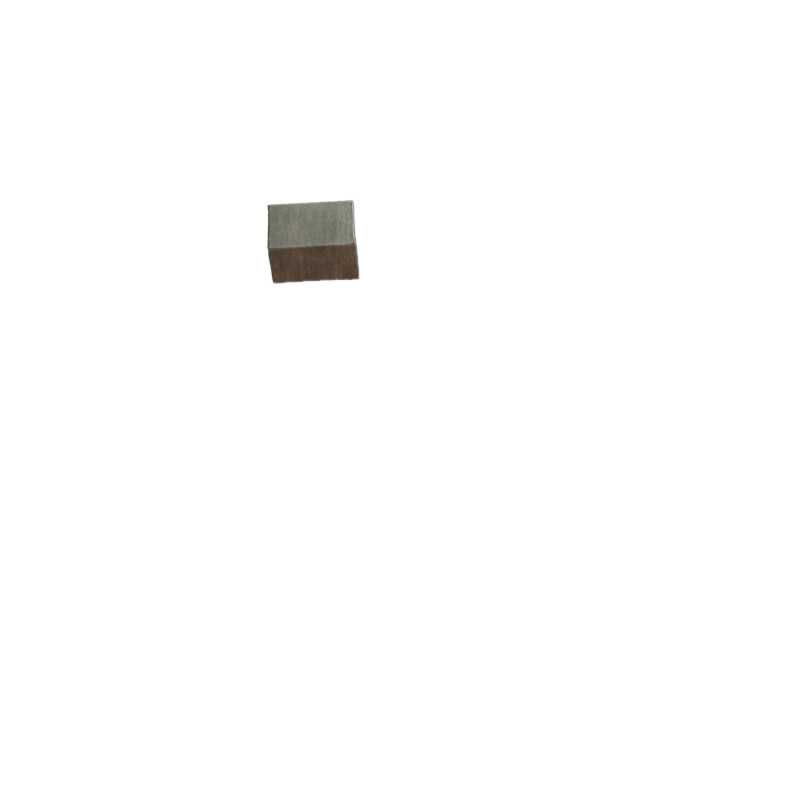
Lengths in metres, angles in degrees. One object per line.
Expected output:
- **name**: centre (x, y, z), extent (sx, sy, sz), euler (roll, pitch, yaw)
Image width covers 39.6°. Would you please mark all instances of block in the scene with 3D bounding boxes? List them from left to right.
- **block**: centre (-0.076, -0.139, 0.971), extent (0.078, 0.055, 0.049), euler (-2, -34, 2)
